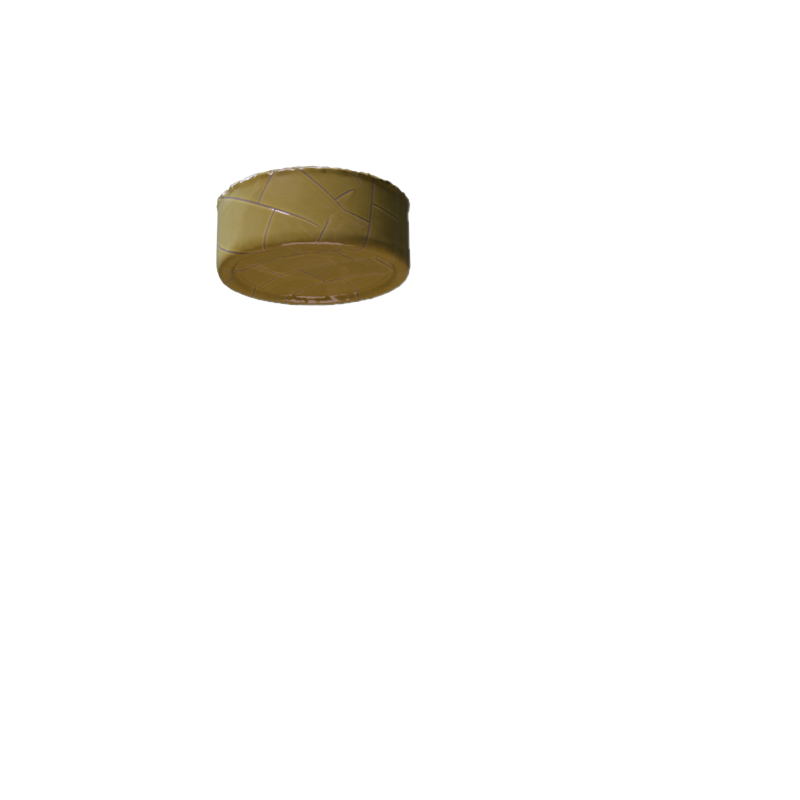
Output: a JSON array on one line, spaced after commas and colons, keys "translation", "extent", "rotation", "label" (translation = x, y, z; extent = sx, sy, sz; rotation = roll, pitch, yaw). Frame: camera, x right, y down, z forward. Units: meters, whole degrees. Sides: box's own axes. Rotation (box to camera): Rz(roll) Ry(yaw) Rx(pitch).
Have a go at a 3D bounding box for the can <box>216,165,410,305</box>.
[{"translation": [-0.038, -0.070, 0.487], "extent": [0.086, 0.035, 0.082], "rotation": [0, -15, -2], "label": "can"}]
